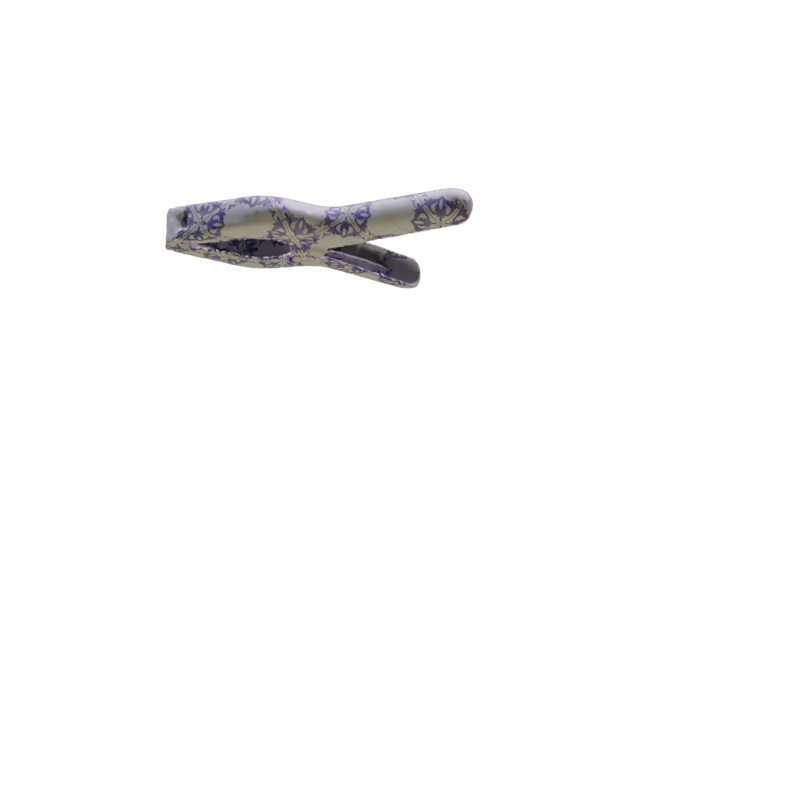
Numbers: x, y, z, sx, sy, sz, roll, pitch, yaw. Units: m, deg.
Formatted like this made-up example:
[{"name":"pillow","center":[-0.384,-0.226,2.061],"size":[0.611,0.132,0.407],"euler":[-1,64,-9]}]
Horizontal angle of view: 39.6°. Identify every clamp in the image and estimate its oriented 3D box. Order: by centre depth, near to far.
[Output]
[{"name":"clamp","center":[-0.063,-0.115,0.808],"size":[0.209,0.038,0.158],"euler":[1,-14,-3]}]
